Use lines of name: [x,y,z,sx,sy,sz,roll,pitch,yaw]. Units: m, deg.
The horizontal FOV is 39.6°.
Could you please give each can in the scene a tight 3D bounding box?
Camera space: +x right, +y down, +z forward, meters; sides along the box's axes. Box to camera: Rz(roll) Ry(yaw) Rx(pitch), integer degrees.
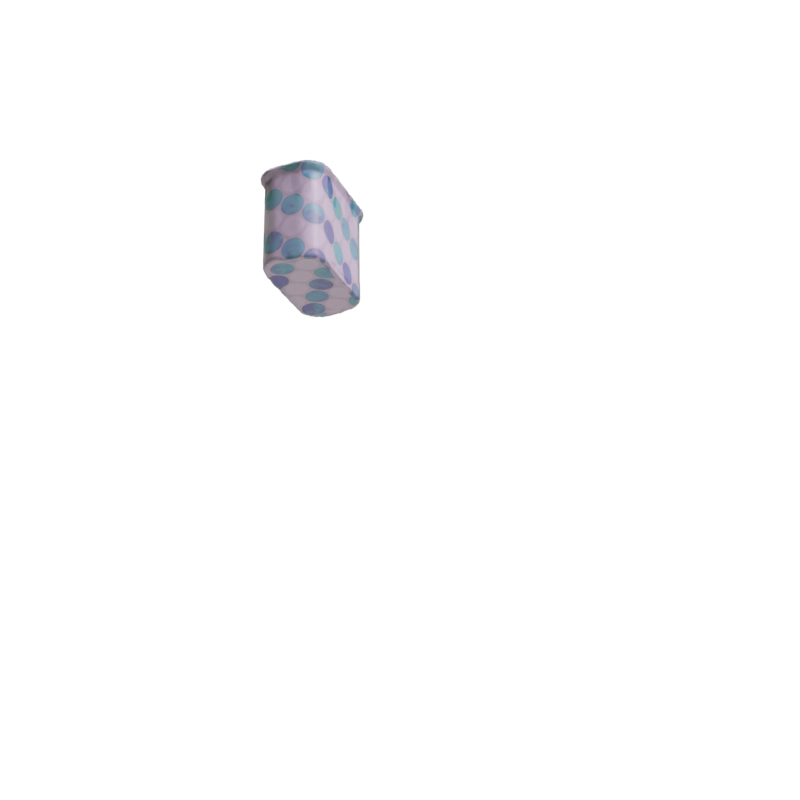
can: [-0.068,-0.123,0.864,0.058,0.089,0.094,-12,-28,19]
